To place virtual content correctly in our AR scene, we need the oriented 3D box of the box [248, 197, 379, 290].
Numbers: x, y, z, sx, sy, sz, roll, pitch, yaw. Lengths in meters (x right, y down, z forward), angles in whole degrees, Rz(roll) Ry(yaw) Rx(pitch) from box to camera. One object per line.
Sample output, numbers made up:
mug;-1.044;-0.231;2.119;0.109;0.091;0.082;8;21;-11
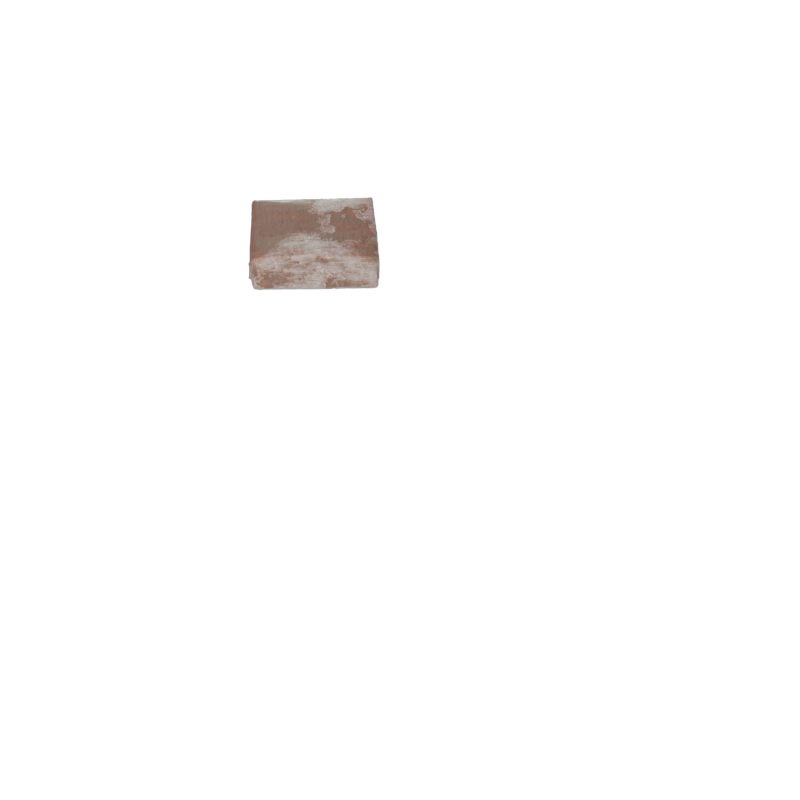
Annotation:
box;-0.061;-0.111;0.778;0.089;0.028;0.078;-1;41;-2
